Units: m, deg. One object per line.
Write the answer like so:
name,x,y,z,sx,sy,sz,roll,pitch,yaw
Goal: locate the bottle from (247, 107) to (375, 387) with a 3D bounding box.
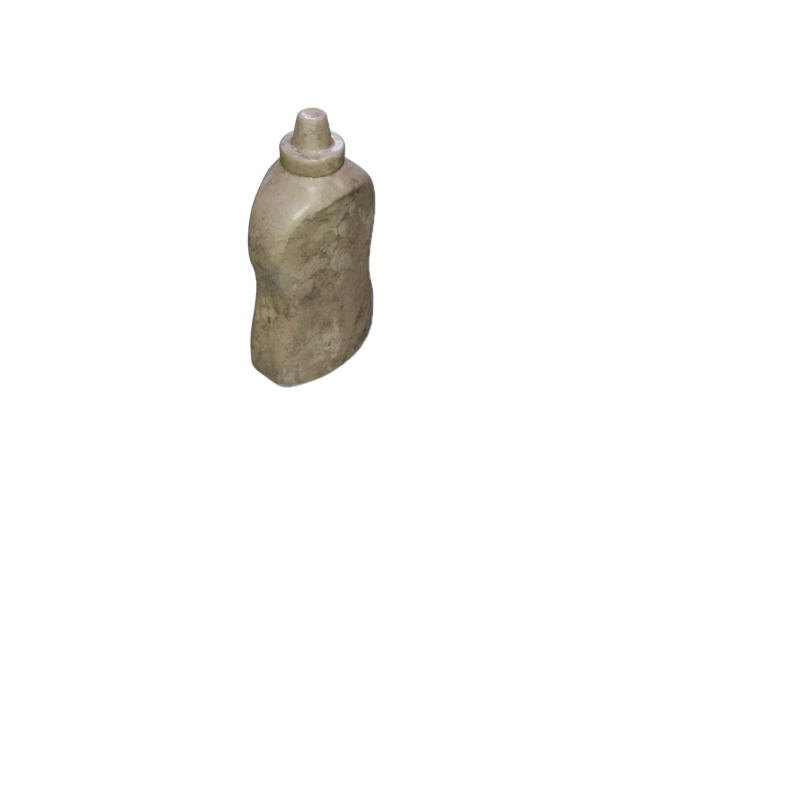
bottle,-0.057,-0.104,0.726,0.062,0.179,0.096,33,49,30
